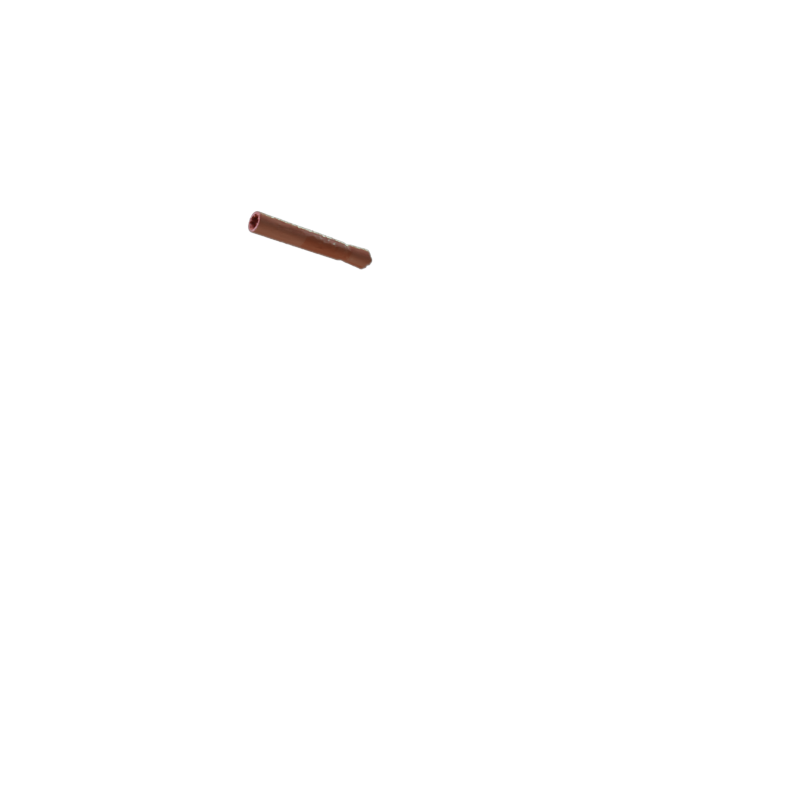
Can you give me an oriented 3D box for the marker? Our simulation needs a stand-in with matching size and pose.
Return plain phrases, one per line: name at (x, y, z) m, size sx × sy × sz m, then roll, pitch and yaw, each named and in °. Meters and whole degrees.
marker at (-0.074, -0.135, 0.947) m, size 0.115 × 0.020 × 0.020 m, roll 15°, pitch -5°, yaw -32°
